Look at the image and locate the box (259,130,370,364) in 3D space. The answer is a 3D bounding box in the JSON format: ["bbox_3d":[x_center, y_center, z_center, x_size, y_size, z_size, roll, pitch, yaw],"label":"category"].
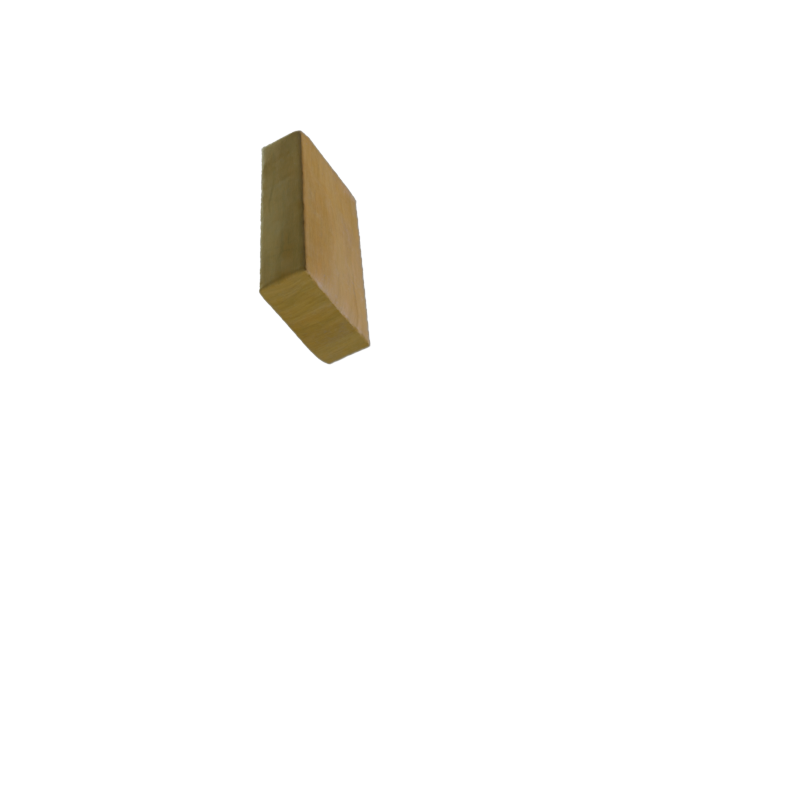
[{"bbox_3d":[-0.067,-0.122,0.852,0.048,0.189,0.086,-24,-48,20],"label":"box"}]
